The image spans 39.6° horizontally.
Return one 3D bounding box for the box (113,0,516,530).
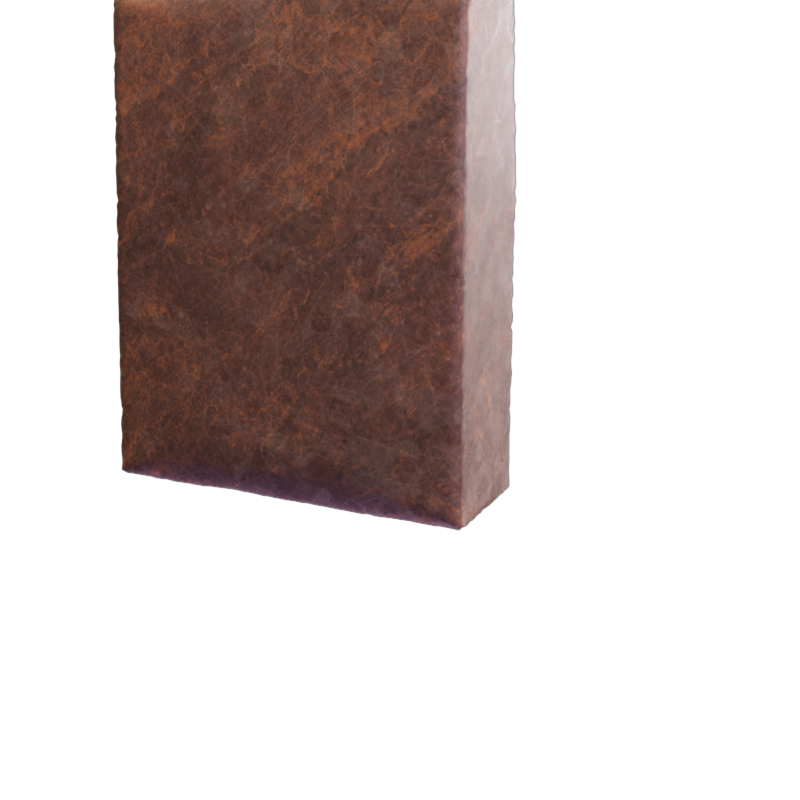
[{"bbox_3d":[-0.037,-0.068,0.477,0.170,0.211,0.070,4,7,27],"label":"box"}]
